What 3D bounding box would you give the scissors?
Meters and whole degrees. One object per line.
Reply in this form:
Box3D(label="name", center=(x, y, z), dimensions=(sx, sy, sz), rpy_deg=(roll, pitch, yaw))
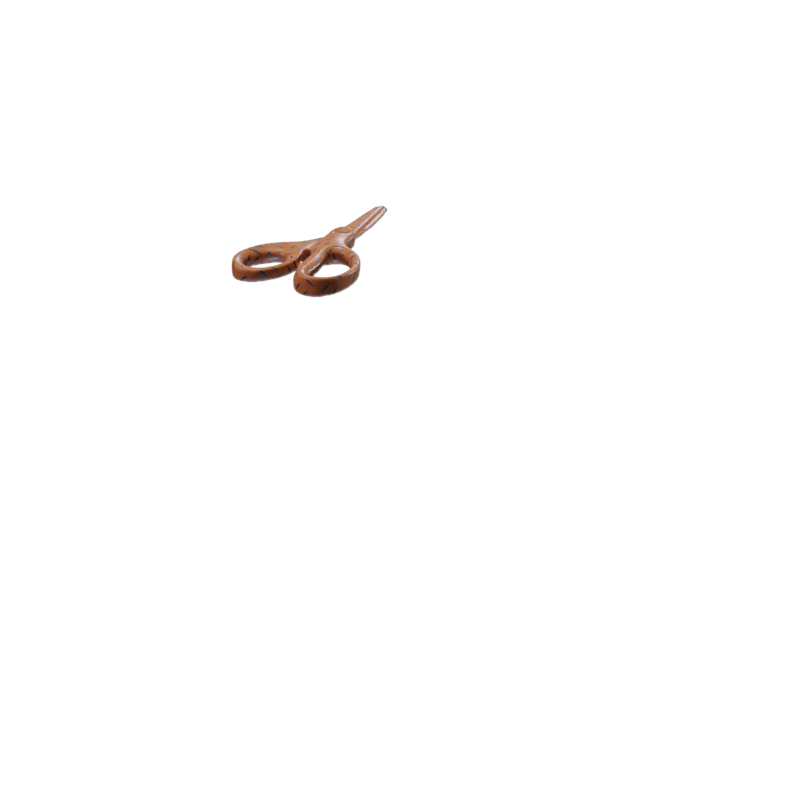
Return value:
Box3D(label="scissors", center=(-0.063, -0.115, 0.802), dimensions=(0.097, 0.015, 0.210), rpy_deg=(1, 24, 3))
